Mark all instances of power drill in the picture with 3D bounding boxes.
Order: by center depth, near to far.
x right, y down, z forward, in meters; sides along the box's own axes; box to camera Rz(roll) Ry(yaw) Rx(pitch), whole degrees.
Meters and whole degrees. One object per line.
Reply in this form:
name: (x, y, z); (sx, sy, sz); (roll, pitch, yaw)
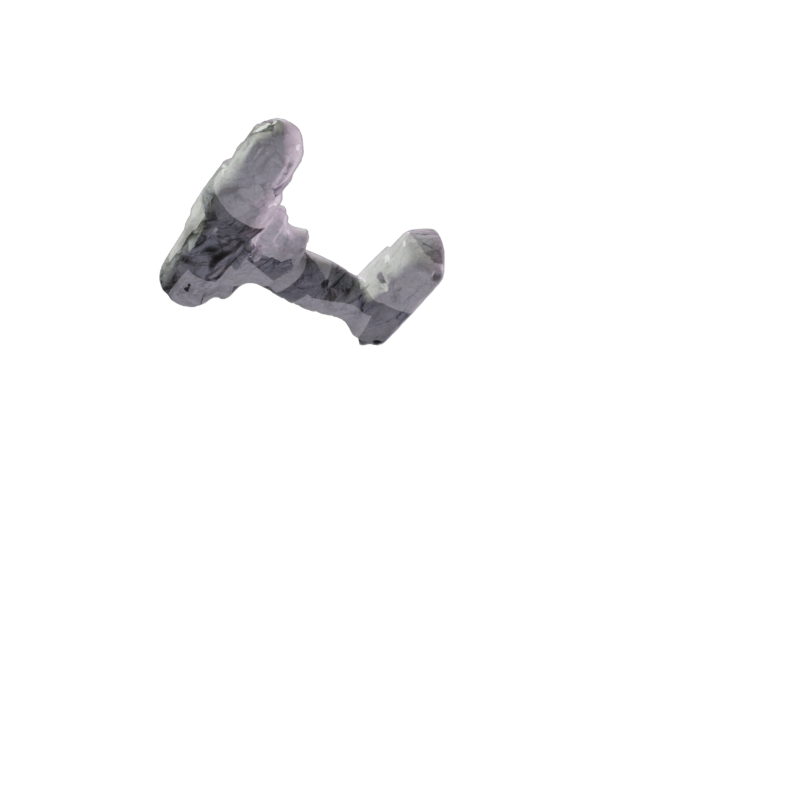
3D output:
power drill: (-0.064, -0.117, 0.820); (0.180, 0.062, 0.179); (19, -42, -23)
